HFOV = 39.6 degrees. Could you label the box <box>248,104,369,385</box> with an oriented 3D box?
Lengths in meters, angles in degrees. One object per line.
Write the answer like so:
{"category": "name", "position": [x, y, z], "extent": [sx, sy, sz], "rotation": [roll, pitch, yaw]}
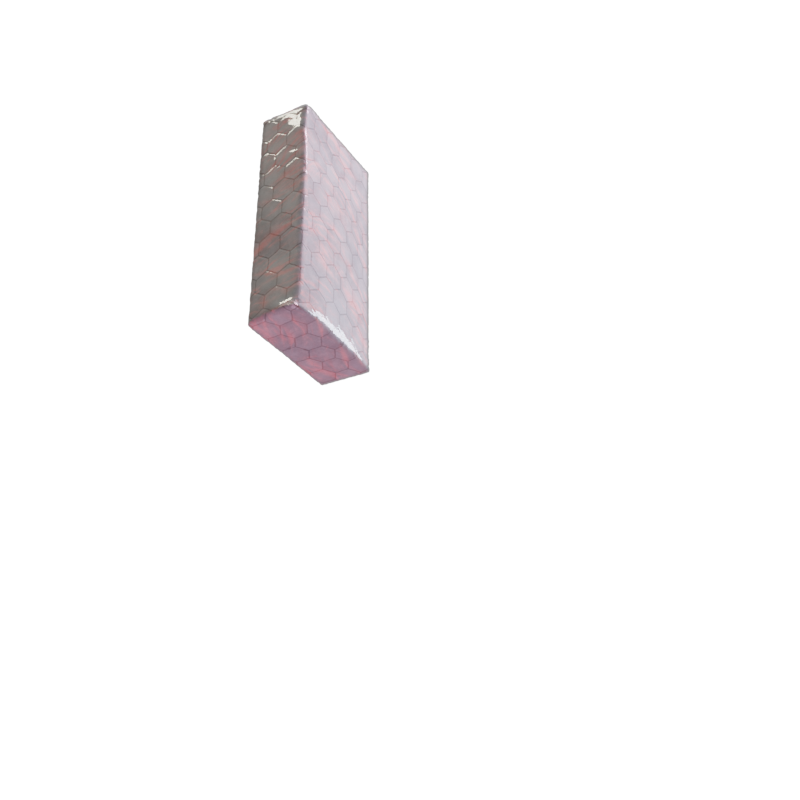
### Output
{"category": "box", "position": [-0.061, -0.111, 0.775], "extent": [0.048, 0.189, 0.086], "rotation": [-21, -39, 23]}
